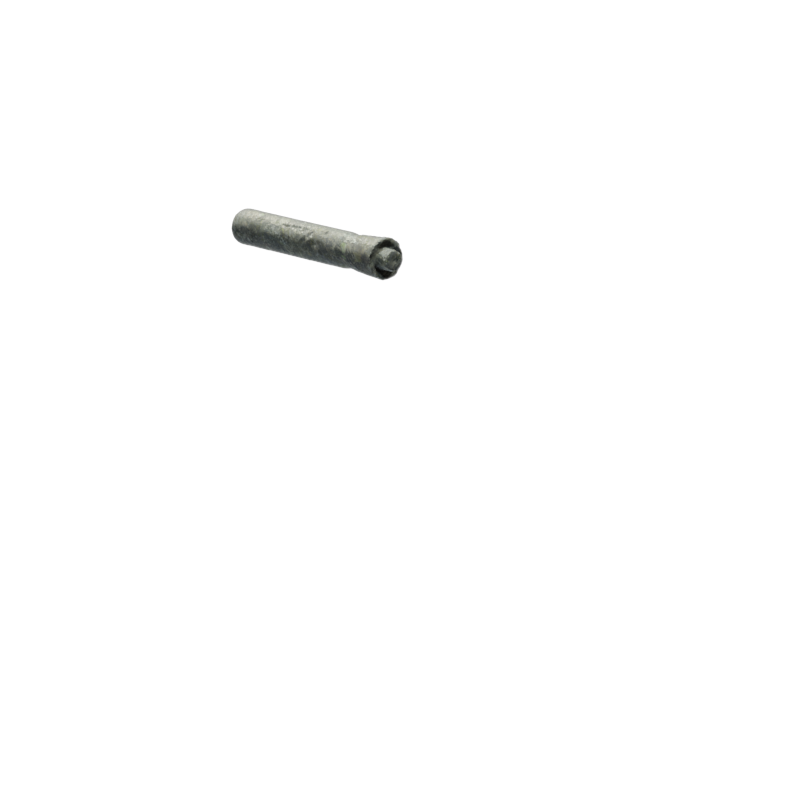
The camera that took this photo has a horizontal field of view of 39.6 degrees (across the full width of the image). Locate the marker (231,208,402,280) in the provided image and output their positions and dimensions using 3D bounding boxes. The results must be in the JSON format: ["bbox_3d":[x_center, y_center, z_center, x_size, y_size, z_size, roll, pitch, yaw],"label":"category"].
[{"bbox_3d":[-0.041,-0.075,0.524,0.019,0.019,0.128,-3,15,-37],"label":"marker"}]
